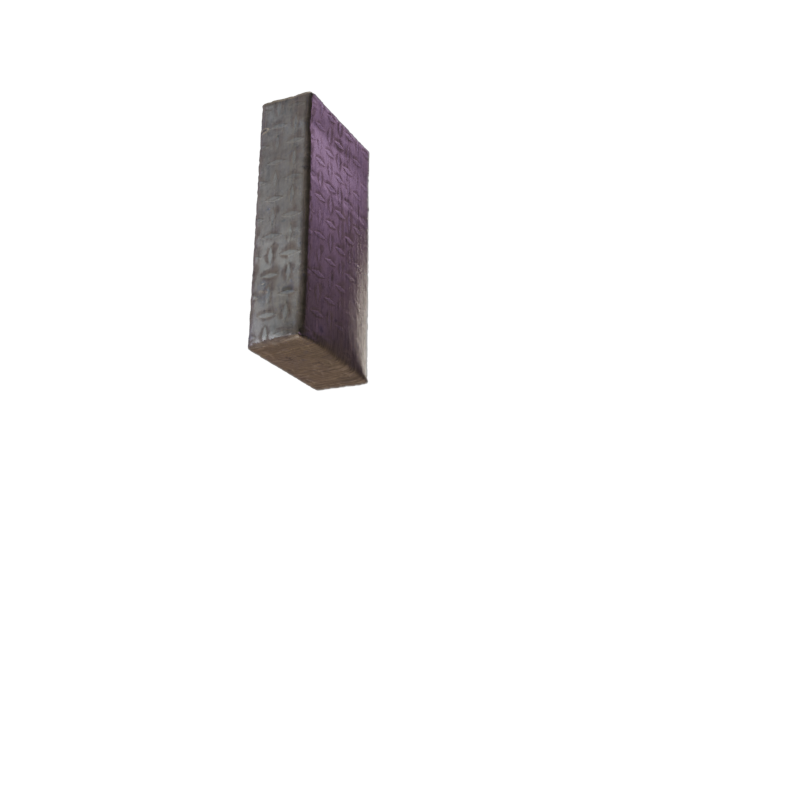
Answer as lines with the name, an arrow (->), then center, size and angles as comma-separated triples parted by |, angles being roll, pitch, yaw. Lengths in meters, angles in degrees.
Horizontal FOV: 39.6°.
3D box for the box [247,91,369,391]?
box -> -0.058, -0.105, 0.736 | 0.049, 0.186, 0.087 | -13, -27, 23
